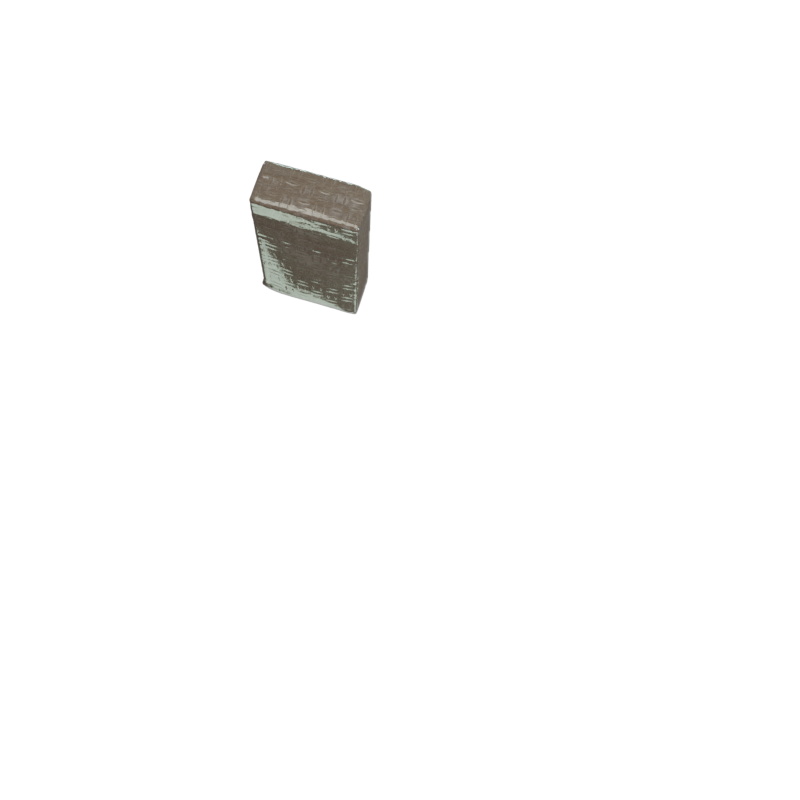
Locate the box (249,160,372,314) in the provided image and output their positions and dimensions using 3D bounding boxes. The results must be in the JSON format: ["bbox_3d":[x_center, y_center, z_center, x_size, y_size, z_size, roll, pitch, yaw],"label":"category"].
[{"bbox_3d":[-0.074,-0.135,0.945,0.094,0.050,0.167,18,-21,4],"label":"box"}]
